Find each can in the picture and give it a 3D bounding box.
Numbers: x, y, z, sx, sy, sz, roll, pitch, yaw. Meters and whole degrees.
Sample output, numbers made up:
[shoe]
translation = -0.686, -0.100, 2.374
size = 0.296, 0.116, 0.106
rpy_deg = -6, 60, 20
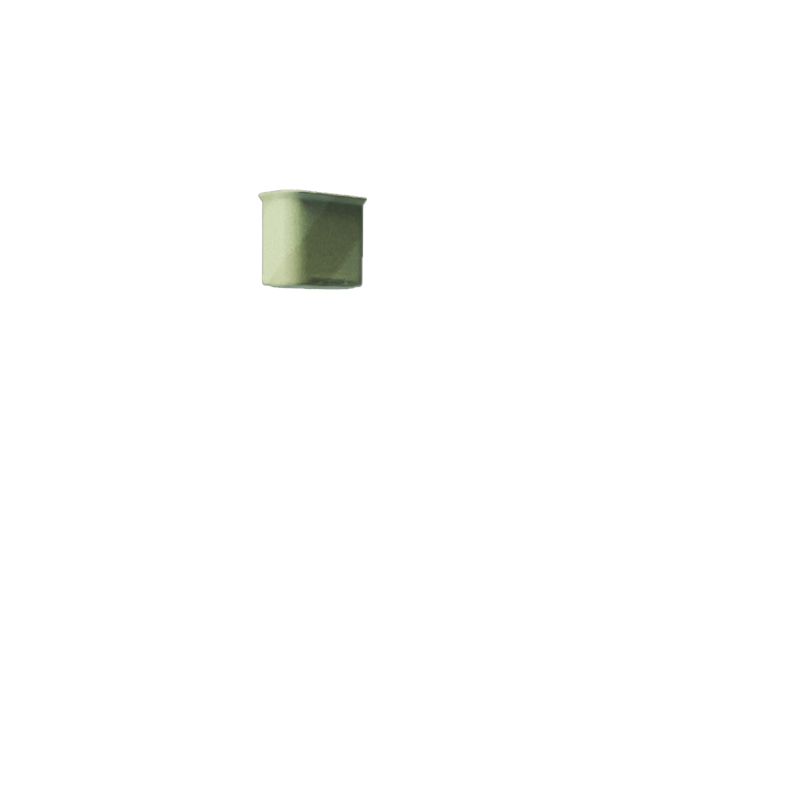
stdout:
[can]
translation = -0.078, -0.143, 1.000
size = 0.098, 0.084, 0.059
rpy_deg = -1, -1, -44
